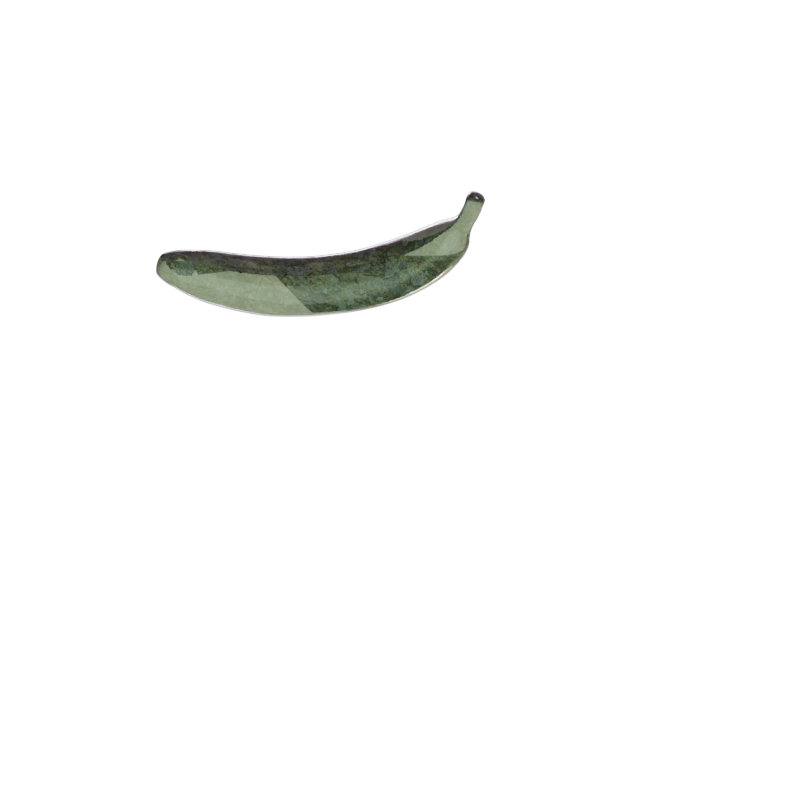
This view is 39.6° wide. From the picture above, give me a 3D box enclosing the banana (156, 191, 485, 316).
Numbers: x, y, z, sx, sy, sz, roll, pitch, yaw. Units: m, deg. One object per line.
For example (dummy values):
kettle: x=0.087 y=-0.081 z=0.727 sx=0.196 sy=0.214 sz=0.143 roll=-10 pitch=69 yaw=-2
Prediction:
banana: x=-0.044 y=-0.081 z=0.665 sx=0.199 sy=0.065 sz=0.039 roll=-11 pitch=34 yaw=7
